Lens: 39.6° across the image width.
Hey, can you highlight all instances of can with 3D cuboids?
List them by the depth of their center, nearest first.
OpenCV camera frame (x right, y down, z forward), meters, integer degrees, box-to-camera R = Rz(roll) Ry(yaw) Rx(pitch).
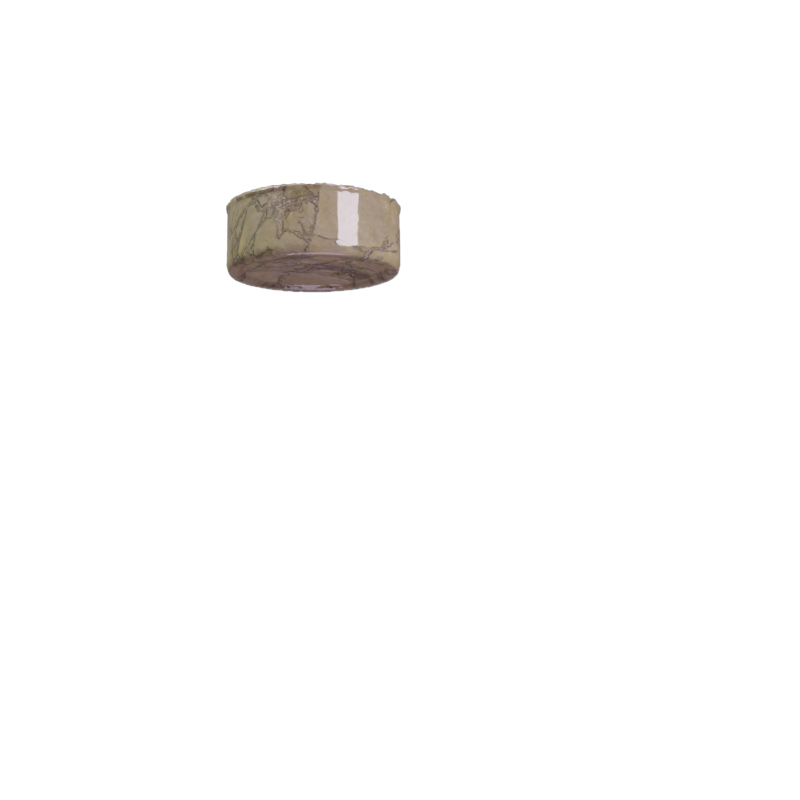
[{"bbox_3d":[-0.042,-0.077,0.541,0.086,0.035,0.084,0,-8,-2],"label":"can"}]
